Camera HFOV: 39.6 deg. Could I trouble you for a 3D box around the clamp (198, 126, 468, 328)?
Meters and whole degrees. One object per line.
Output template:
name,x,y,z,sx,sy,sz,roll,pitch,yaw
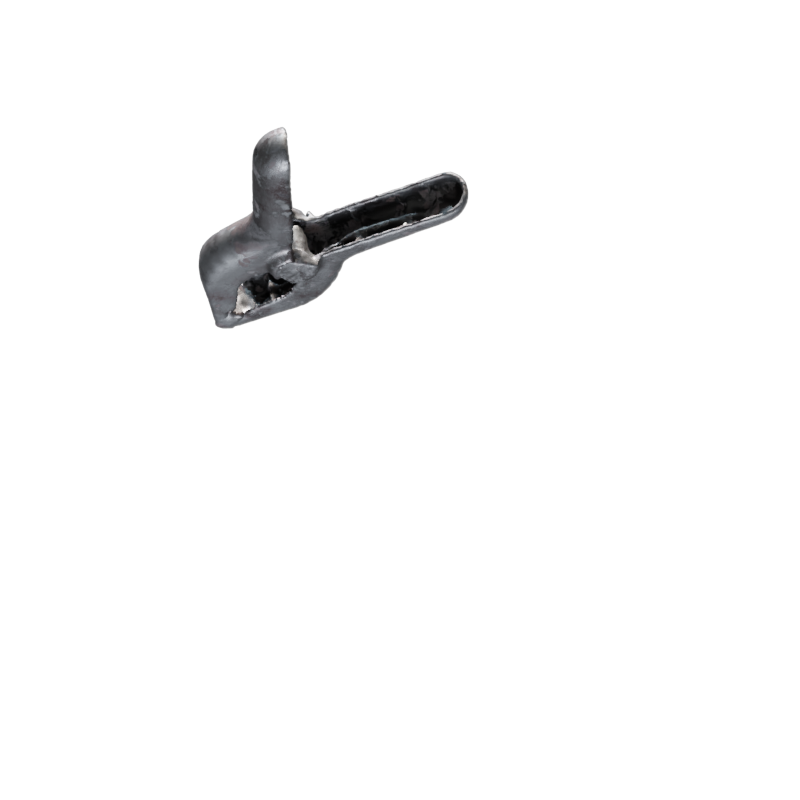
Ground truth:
clamp,-0.047,-0.085,0.595,0.116,0.041,0.168,11,-26,-24
